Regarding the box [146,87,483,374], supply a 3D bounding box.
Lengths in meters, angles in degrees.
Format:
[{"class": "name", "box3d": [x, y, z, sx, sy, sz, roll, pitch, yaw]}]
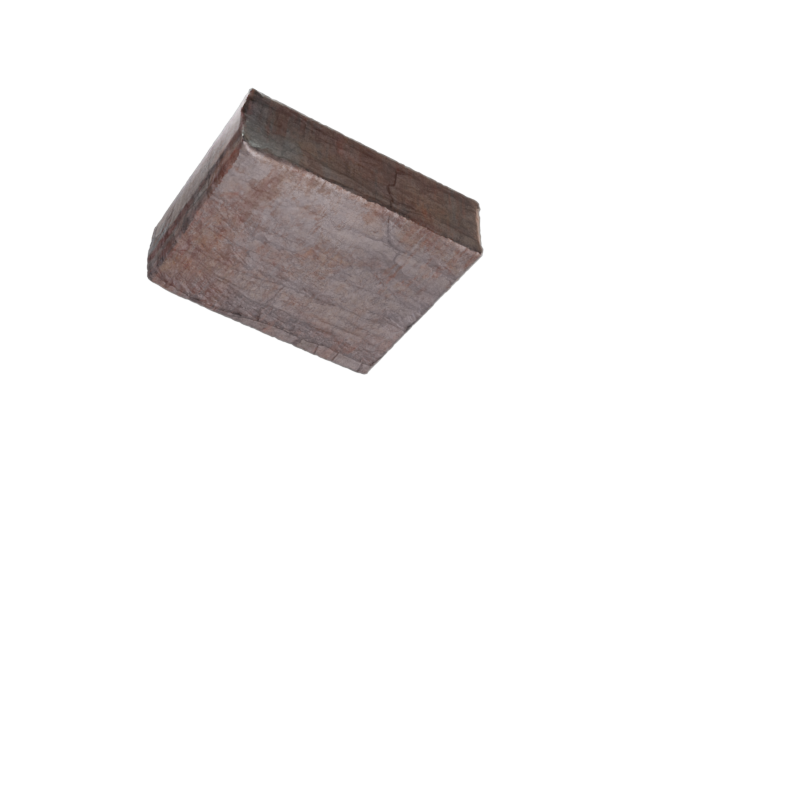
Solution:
[{"class": "box", "box3d": [-0.036, -0.066, 0.461, 0.109, 0.042, 0.087, 23, -48, -23]}]
